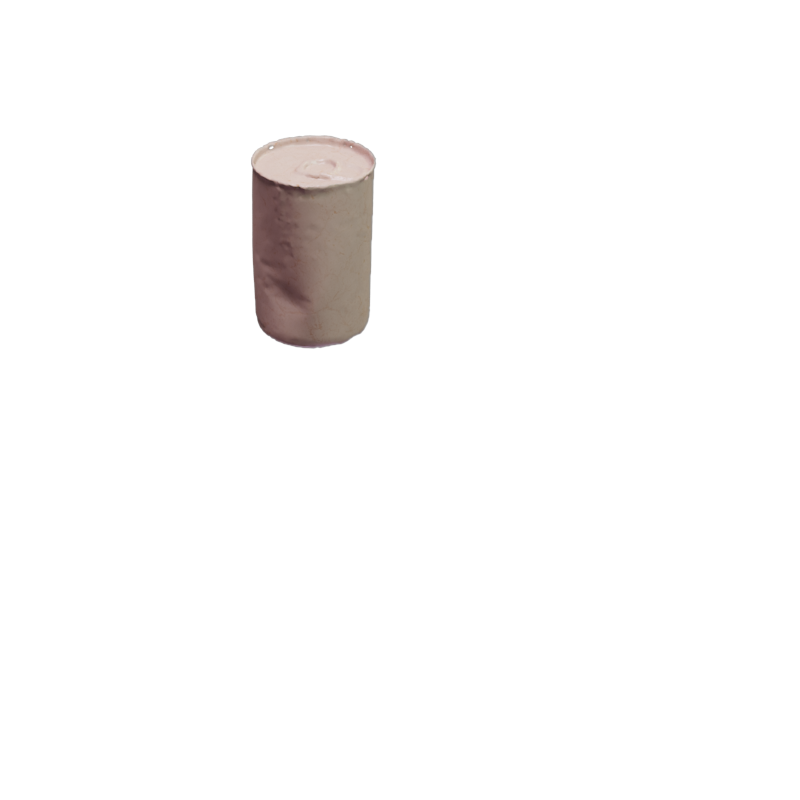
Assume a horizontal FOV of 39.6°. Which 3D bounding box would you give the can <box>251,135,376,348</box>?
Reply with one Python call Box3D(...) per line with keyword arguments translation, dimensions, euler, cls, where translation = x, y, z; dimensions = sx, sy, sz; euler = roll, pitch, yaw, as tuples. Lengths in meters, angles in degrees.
Box3D(translation=(-0.049, -0.089, 0.624), dimensions=(0.068, 0.096, 0.073), euler=(0, 31, -3), cls="can")
